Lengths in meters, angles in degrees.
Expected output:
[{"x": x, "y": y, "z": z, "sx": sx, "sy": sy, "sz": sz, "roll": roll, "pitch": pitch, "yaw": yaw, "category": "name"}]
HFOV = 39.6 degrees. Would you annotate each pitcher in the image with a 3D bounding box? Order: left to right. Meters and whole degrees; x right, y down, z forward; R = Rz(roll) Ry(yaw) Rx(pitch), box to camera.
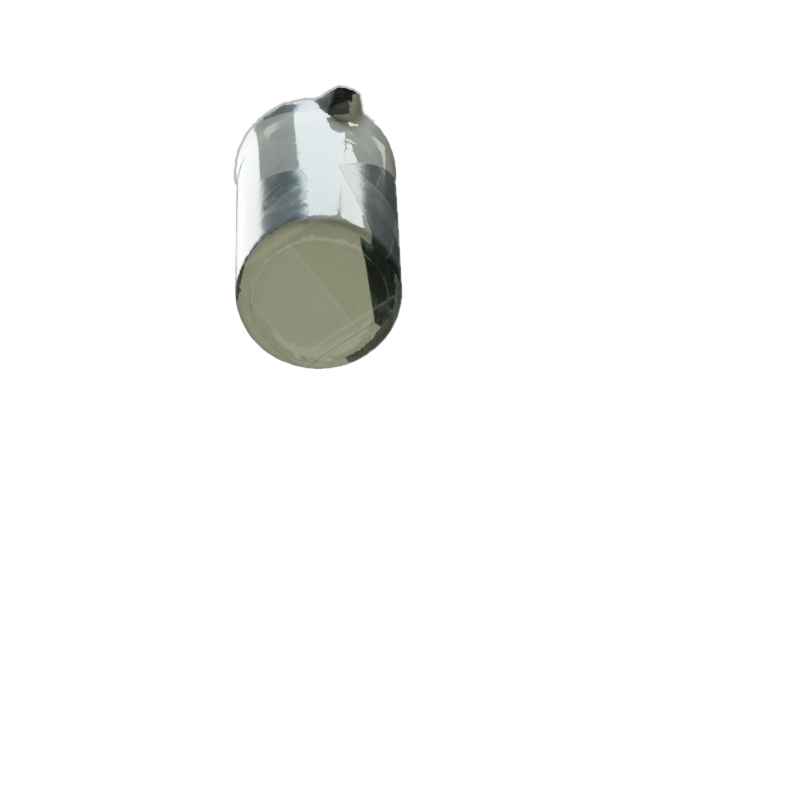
[{"x": -0.064, "y": -0.117, "z": 0.818, "sx": 0.145, "sy": 0.140, "sz": 0.257, "roll": -23, "pitch": 28, "yaw": 9, "category": "pitcher"}]
